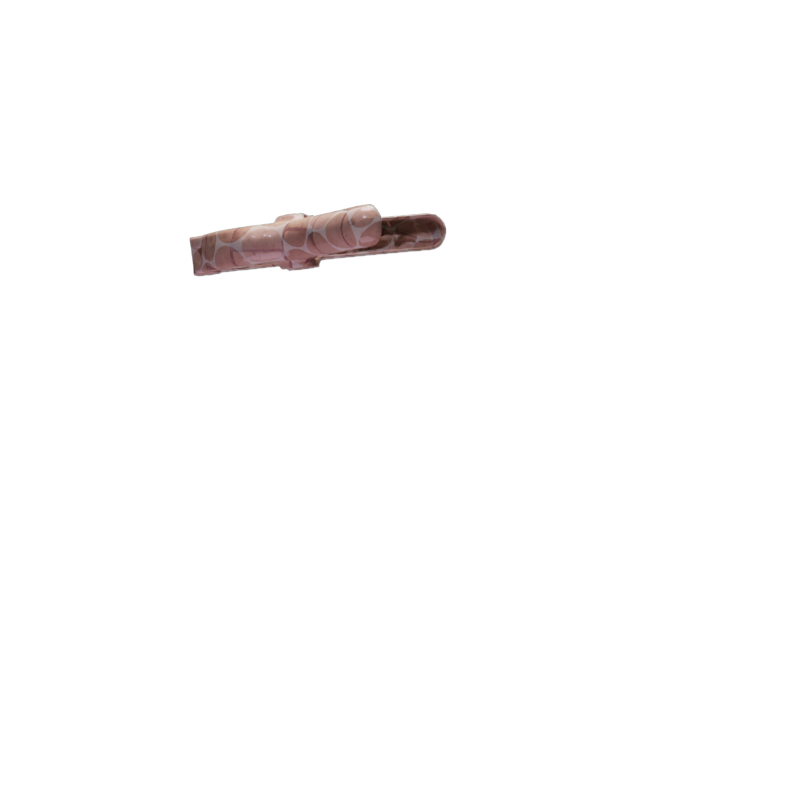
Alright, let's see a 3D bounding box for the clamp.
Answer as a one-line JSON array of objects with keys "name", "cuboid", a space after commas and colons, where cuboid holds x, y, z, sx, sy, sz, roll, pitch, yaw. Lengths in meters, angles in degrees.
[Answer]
[{"name": "clamp", "cuboid": [-0.057, -0.105, 0.734, 0.177, 0.040, 0.115, 0, -1, 34]}]
